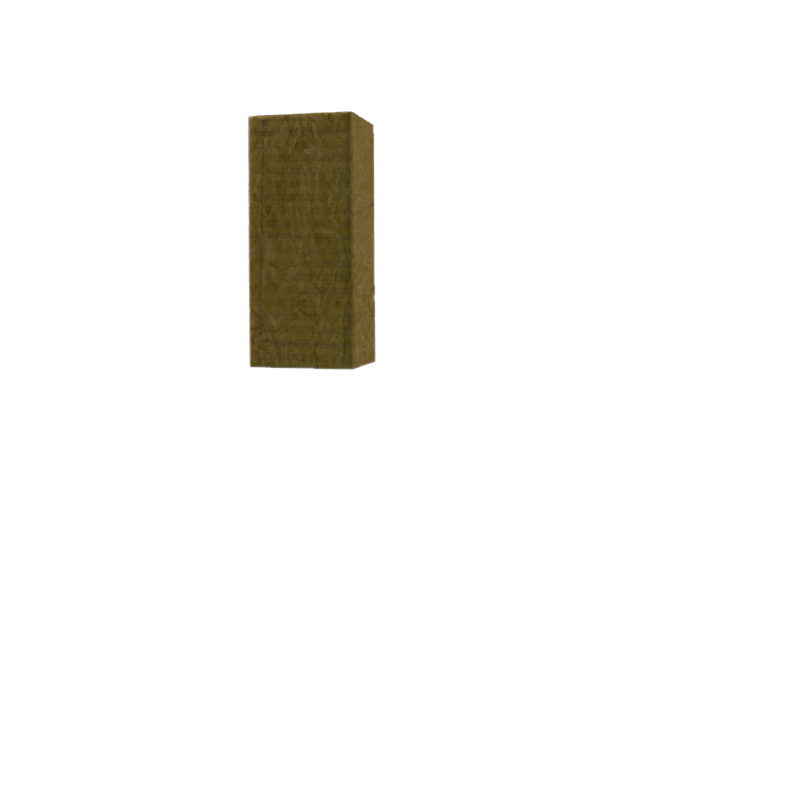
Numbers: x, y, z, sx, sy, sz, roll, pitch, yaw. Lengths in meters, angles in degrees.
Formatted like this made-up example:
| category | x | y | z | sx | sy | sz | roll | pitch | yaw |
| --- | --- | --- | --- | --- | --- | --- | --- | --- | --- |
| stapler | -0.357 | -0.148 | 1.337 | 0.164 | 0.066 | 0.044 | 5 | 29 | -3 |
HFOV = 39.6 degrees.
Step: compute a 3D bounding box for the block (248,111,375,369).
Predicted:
| category | x | y | z | sx | sy | sz | roll | pitch | yaw |
| --- | --- | --- | --- | --- | --- | --- | --- | --- | --- |
| block | -0.074 | -0.133 | 0.934 | 0.092 | 0.207 | 0.088 | 0 | 0 | 13 |
